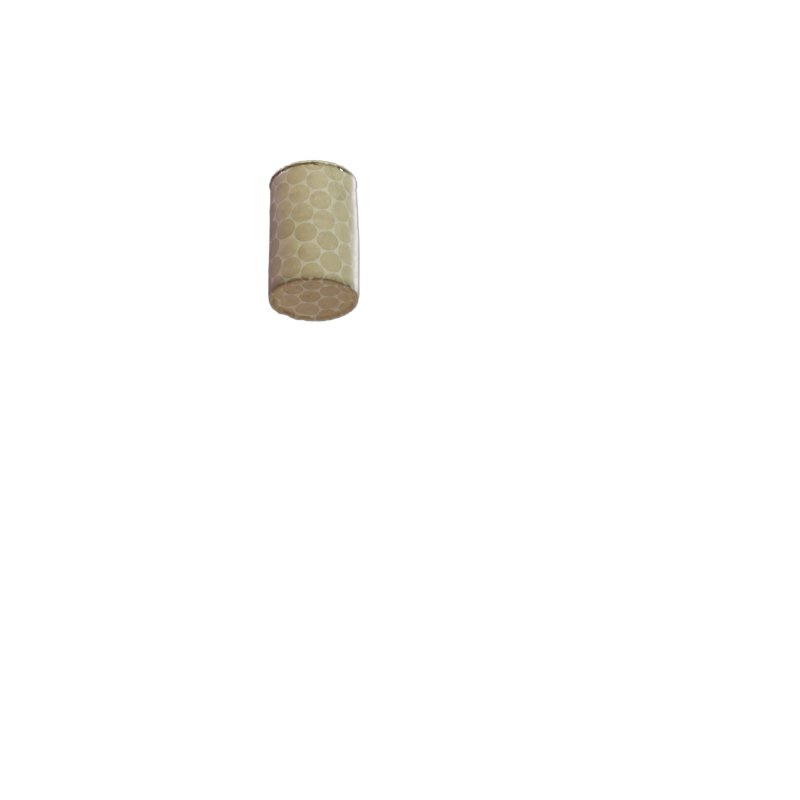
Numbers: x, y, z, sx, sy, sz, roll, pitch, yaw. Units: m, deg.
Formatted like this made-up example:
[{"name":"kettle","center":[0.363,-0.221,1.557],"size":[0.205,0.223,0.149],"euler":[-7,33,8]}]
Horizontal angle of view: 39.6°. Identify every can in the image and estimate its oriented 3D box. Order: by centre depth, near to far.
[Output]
[{"name":"can","center":[-0.065,-0.118,0.826],"size":[0.068,0.109,0.065],"euler":[0,-28,-2]}]
